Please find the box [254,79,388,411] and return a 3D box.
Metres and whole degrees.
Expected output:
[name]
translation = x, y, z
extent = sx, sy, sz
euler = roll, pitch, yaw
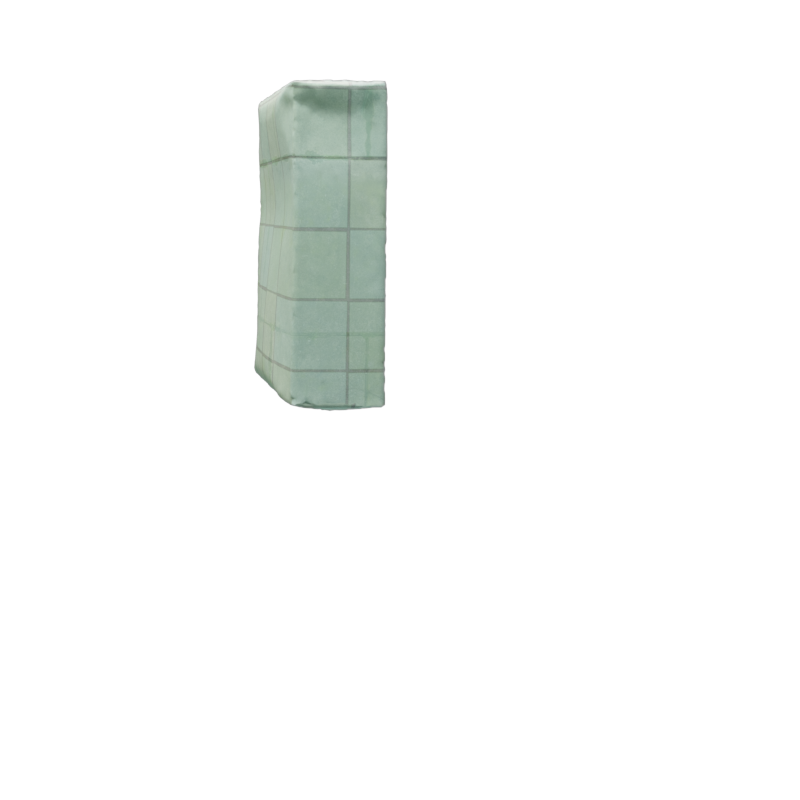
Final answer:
[box]
translation = -0.061, -0.112, 0.785
extent = 0.071, 0.212, 0.169
euler = -1, 5, -14
